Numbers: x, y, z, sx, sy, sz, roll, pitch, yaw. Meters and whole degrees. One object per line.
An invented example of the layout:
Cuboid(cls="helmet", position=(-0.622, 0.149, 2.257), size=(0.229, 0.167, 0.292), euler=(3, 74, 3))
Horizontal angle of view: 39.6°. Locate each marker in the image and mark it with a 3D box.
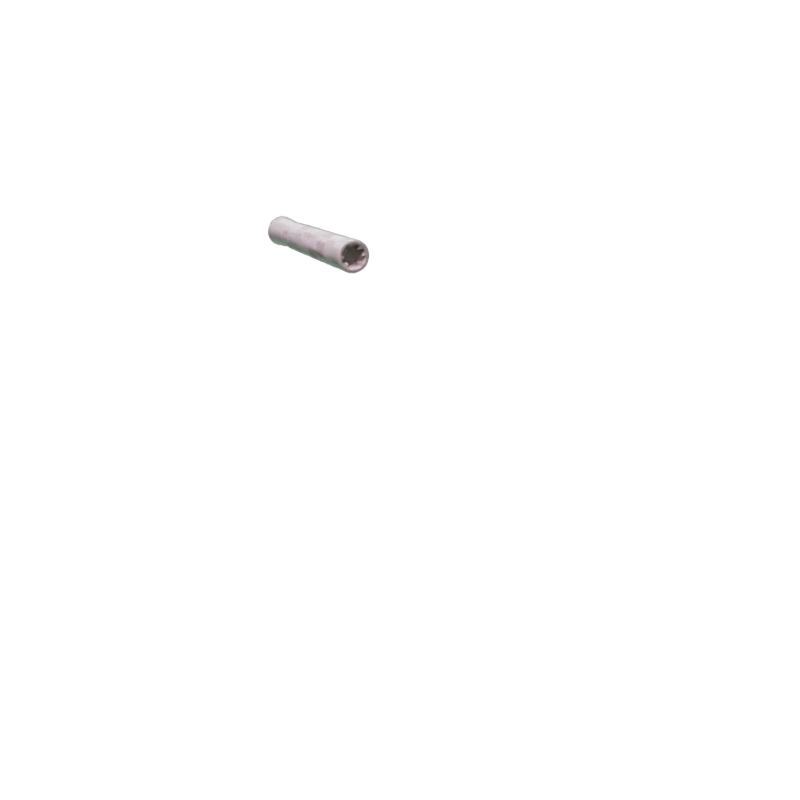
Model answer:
Cuboid(cls="marker", position=(-0.052, -0.094, 0.657), size=(0.019, 0.019, 0.127), euler=(-2, 15, -25))
